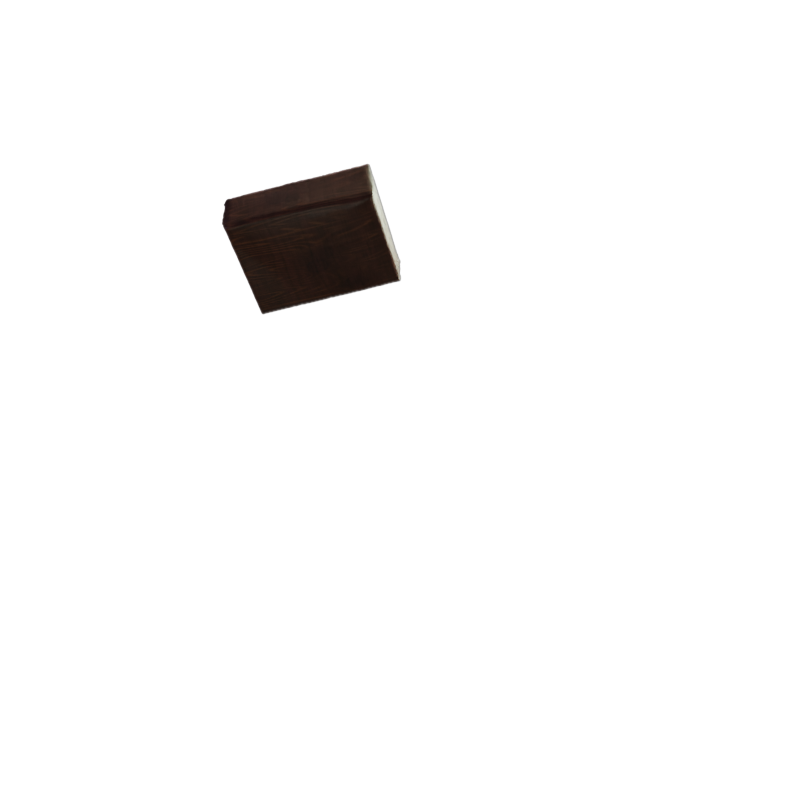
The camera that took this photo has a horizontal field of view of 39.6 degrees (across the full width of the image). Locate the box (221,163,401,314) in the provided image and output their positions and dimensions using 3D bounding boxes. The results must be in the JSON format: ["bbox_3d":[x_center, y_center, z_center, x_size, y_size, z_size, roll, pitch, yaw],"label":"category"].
[{"bbox_3d":[-0.064,-0.117,0.818,0.114,0.083,0.042,-11,43,10],"label":"box"}]
